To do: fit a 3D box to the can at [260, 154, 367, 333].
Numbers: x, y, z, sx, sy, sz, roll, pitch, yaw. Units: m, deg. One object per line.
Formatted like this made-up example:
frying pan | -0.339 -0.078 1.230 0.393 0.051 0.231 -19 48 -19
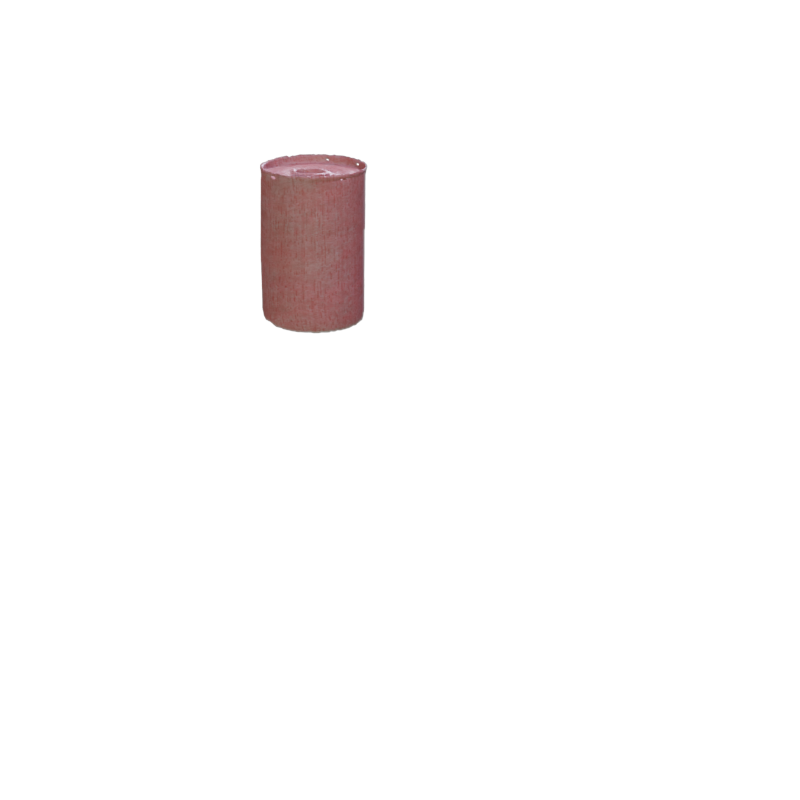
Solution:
can | -0.056 -0.102 0.715 0.068 0.098 0.071 0 19 -2
